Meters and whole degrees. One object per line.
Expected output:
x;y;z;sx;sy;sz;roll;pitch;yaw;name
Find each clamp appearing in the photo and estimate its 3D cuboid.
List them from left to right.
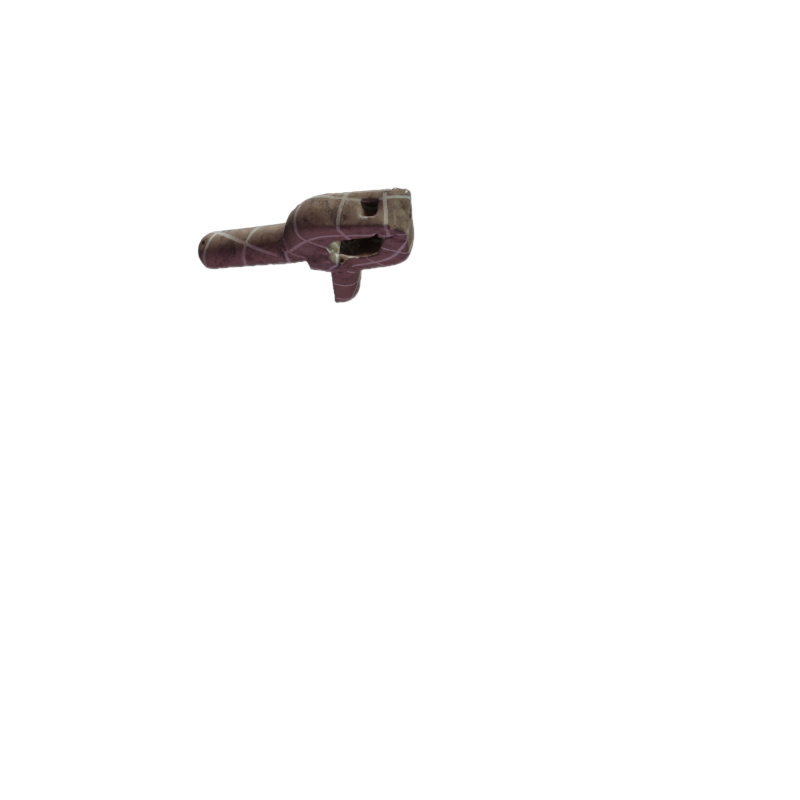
-0.055;-0.100;0.703;0.116;0.041;0.170;5;-14;-23;clamp
